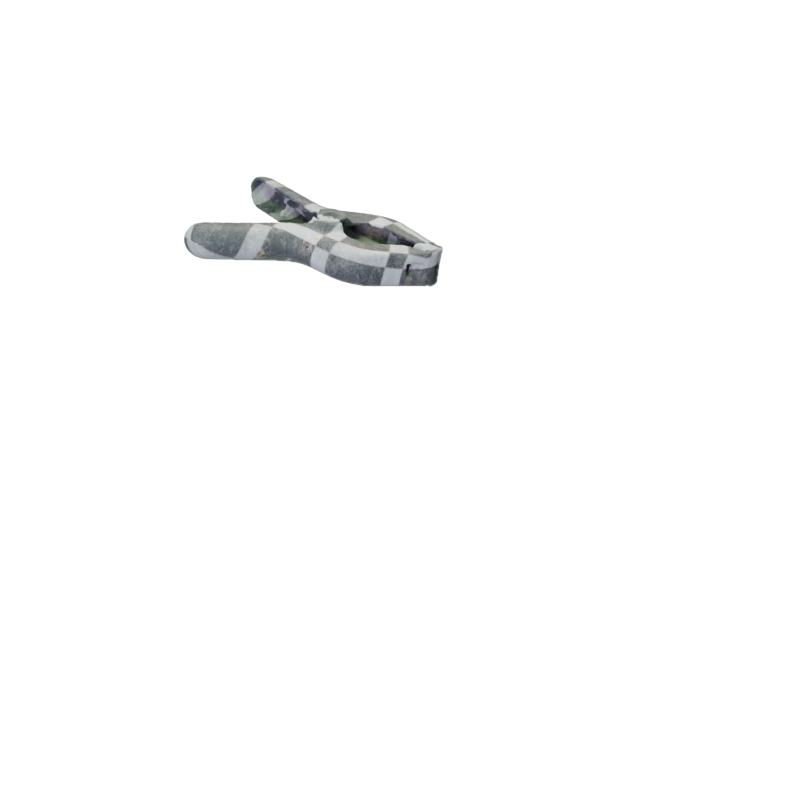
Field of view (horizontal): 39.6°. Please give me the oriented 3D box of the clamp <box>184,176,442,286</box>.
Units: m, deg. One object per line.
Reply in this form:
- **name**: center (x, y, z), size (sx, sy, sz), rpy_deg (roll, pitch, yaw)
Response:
- **clamp**: center (-0.060, -0.109, 0.767), size (0.179, 0.037, 0.122), rpy_deg (18, 39, 24)
